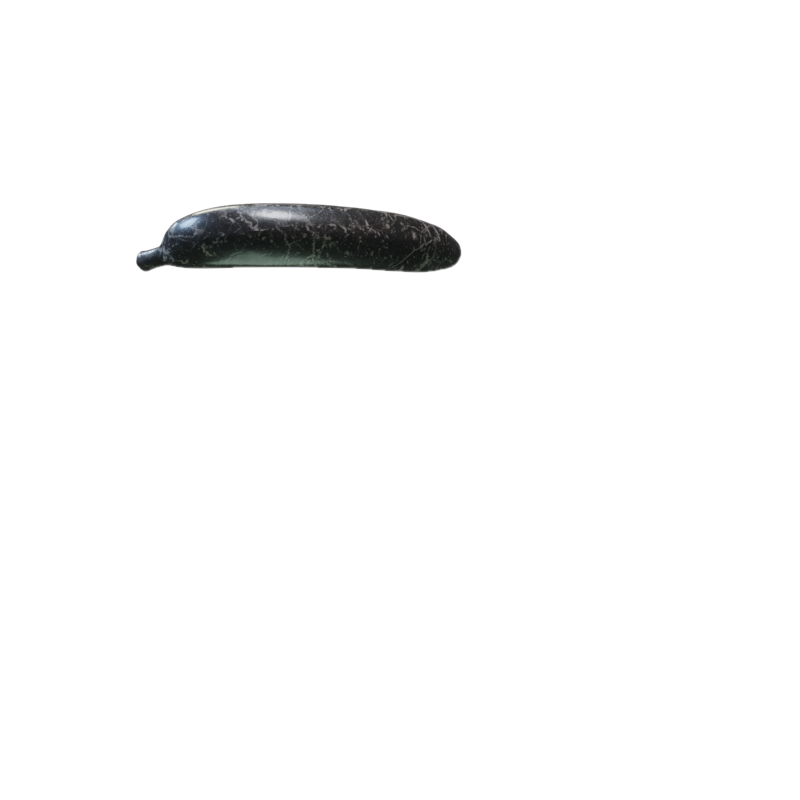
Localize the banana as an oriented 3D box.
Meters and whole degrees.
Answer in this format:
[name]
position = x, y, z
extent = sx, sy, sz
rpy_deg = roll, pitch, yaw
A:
[banana]
position = -0.049, -0.092, 0.637
extent = 0.194, 0.037, 0.071
rpy_deg = -1, 2, -14
